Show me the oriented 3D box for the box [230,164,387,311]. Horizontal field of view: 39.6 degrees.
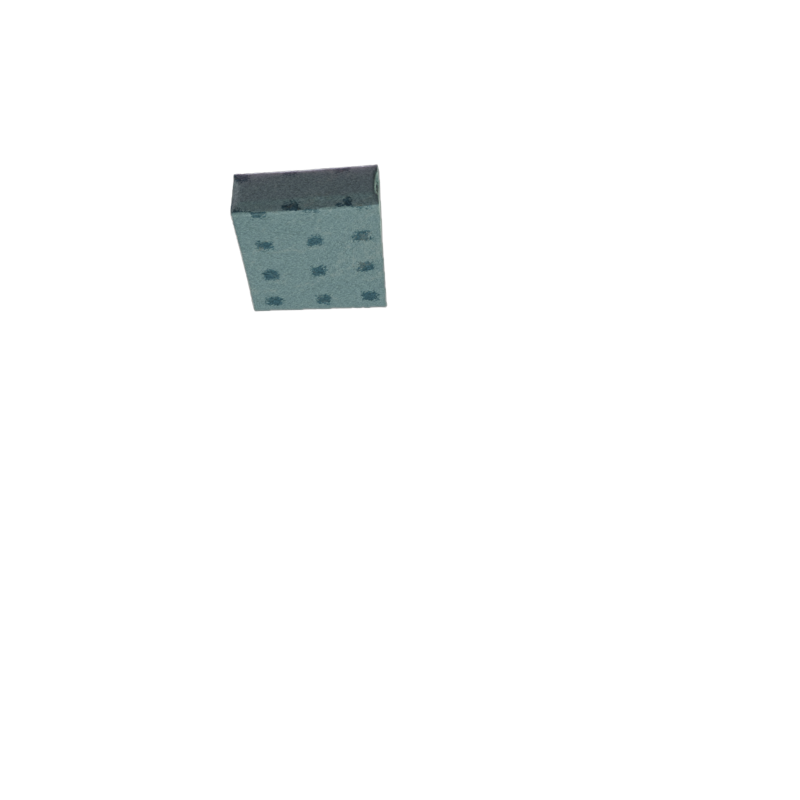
[{"bbox_3d":[-0.045,-0.082,0.574,0.073,0.032,0.083,-2,-33,3],"label":"box"}]
